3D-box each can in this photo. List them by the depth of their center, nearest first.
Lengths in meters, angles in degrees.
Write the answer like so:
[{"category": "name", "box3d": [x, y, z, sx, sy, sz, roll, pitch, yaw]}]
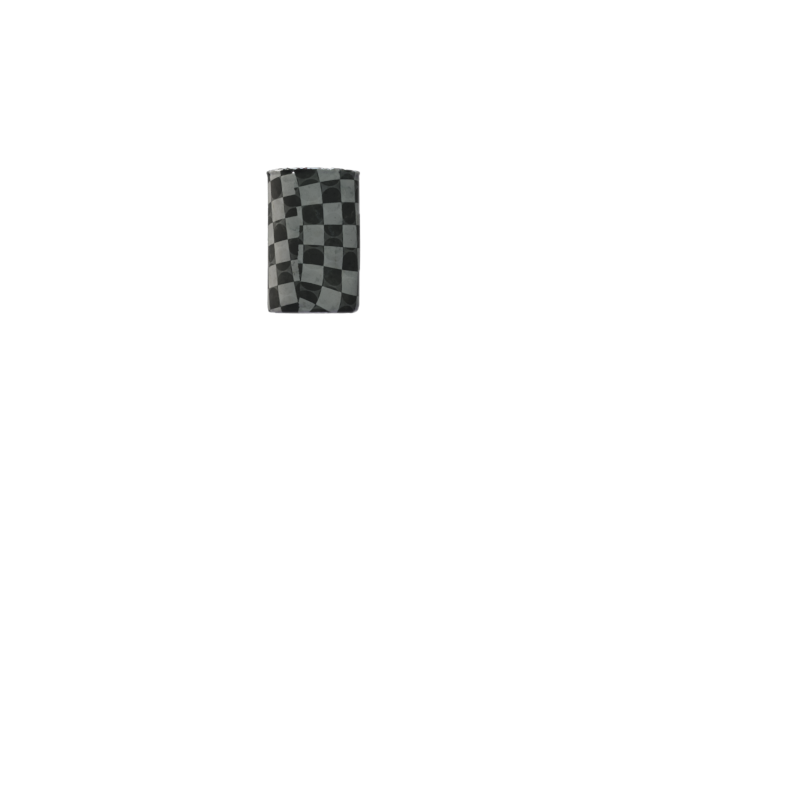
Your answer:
[{"category": "can", "box3d": [-0.063, -0.115, 0.802, 0.068, 0.102, 0.069, 0, 1, -2]}]
